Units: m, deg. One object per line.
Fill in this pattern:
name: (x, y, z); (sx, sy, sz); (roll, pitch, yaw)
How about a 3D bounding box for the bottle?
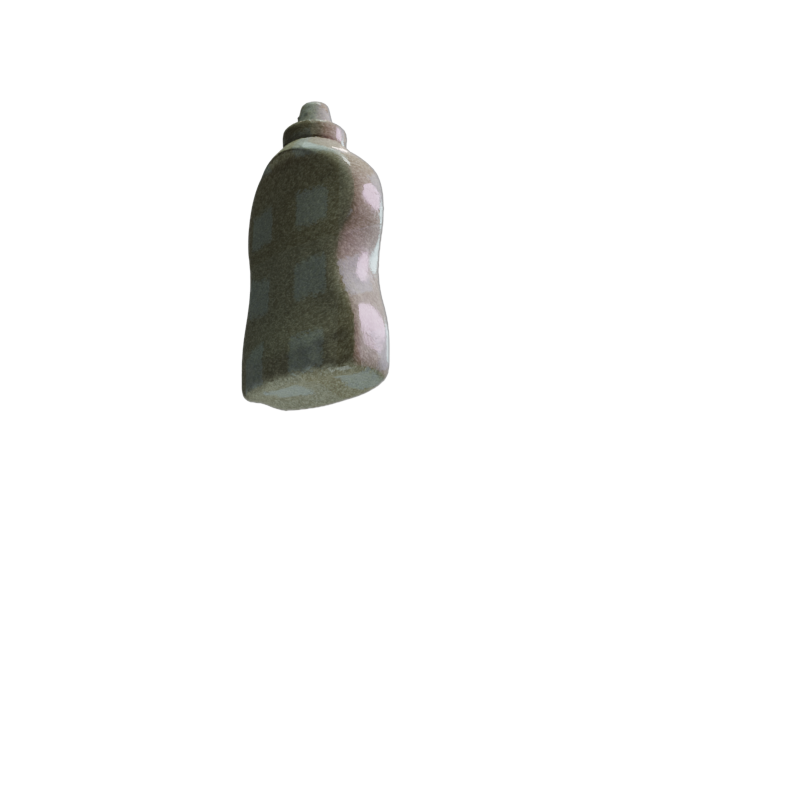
bottle: (-0.052, -0.096, 0.674); (0.055, 0.202, 0.097); (20, -31, -41)
